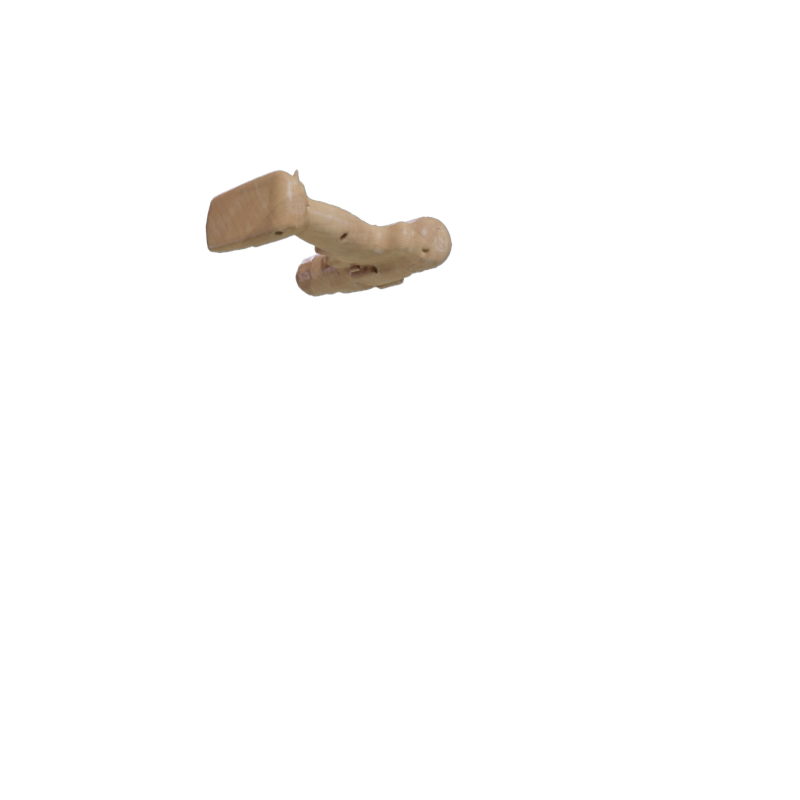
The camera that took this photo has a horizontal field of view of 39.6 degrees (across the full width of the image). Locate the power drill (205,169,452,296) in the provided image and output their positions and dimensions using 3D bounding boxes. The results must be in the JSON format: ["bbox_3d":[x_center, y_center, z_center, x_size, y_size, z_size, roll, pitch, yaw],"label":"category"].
[{"bbox_3d":[-0.077,-0.141,0.985,0.177,0.060,0.188,12,-17,-43],"label":"power drill"}]
